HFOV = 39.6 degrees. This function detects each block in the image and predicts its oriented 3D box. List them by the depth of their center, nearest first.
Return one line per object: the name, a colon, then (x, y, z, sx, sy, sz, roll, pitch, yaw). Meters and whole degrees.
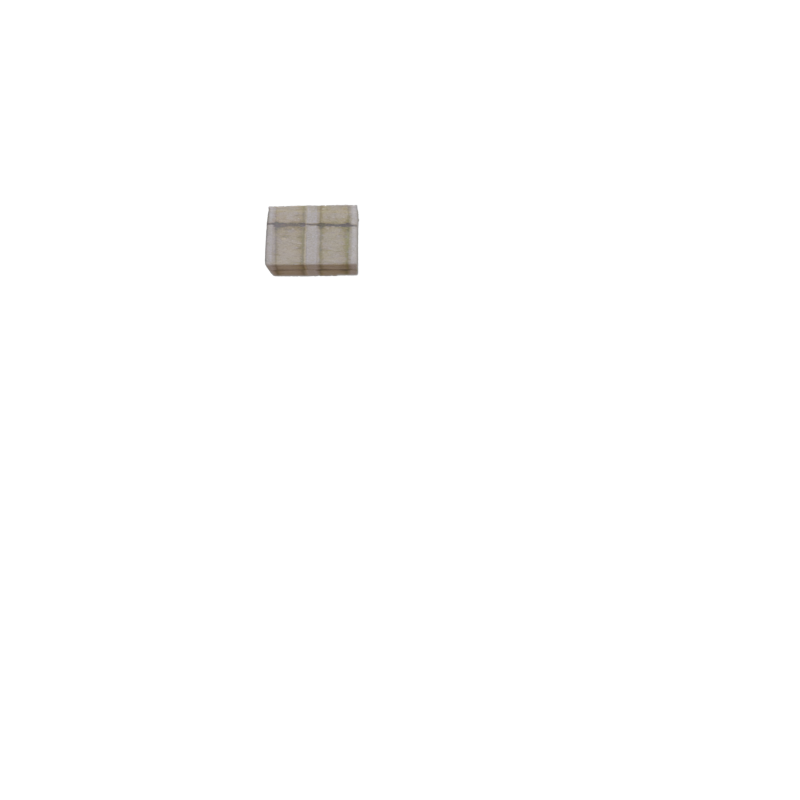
block: (-0.075, -0.136, 0.952, 0.078, 0.053, 0.051, -1, -9, 2)
